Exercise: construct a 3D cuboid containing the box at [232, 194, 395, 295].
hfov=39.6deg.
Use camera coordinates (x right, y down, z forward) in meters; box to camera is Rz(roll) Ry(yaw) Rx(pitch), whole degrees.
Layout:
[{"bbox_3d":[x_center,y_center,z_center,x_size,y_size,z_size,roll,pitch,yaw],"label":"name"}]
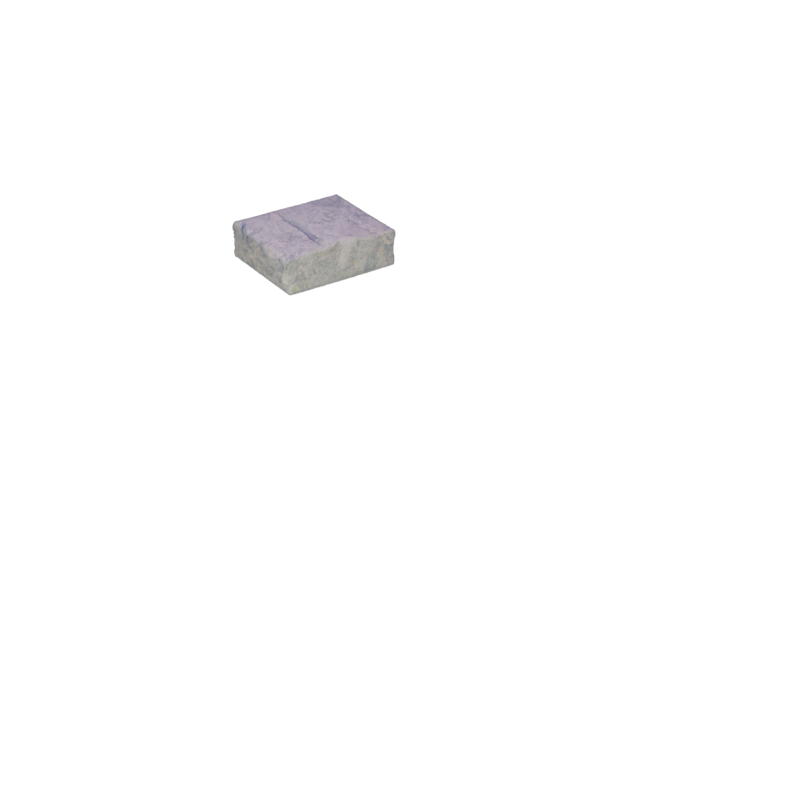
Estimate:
[{"bbox_3d":[-0.060,-0.109,0.761,0.088,0.028,0.079,-19,37,-29],"label":"box"}]
